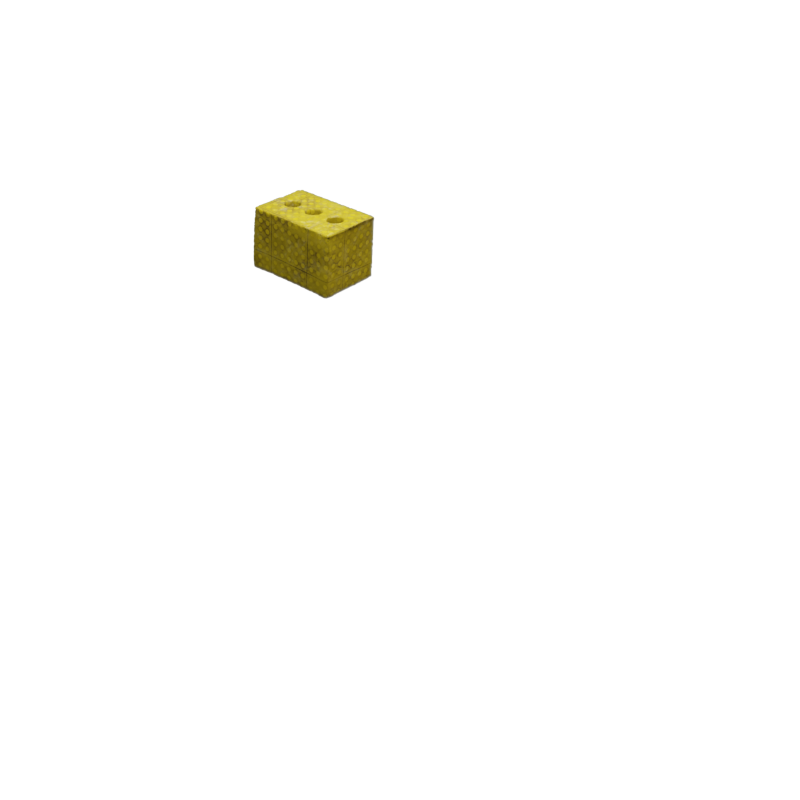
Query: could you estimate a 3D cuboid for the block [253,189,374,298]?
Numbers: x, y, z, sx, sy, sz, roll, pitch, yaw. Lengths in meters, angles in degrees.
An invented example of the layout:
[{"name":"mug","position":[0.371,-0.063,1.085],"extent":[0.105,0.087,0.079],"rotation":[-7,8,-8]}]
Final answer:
[{"name":"block","position":[-0.065,-0.119,0.831],"extent":[0.083,0.048,0.053],"rotation":[25,37,35]}]
